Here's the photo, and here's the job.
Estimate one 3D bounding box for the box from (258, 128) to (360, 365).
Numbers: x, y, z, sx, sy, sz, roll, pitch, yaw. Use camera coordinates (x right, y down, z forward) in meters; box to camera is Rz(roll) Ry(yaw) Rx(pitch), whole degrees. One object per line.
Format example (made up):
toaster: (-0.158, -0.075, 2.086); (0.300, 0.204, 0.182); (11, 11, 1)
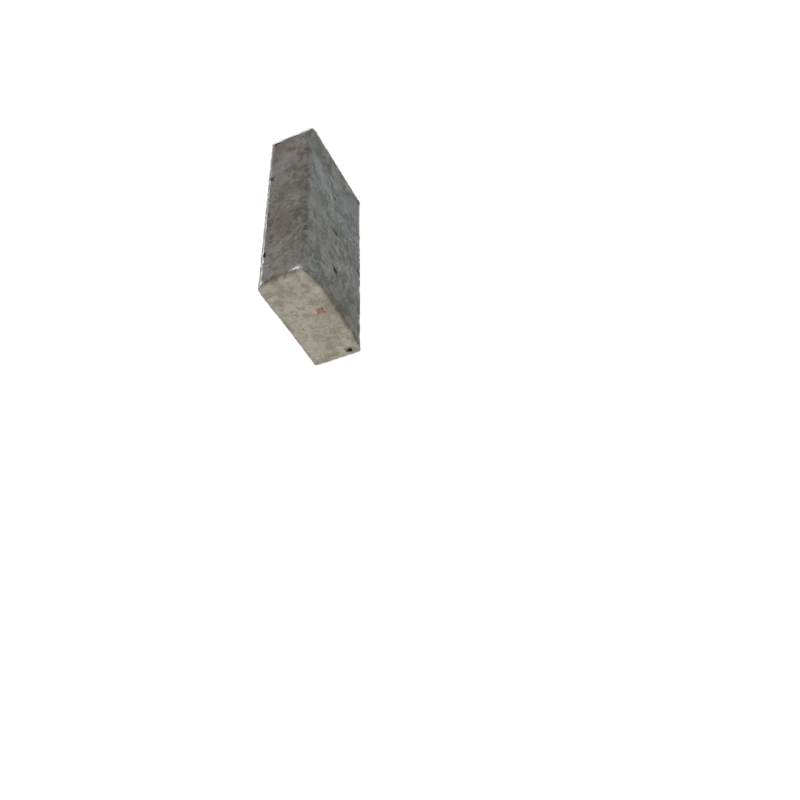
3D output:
box: (-0.068, -0.124, 0.872); (0.048, 0.189, 0.086); (-21, -48, 16)
